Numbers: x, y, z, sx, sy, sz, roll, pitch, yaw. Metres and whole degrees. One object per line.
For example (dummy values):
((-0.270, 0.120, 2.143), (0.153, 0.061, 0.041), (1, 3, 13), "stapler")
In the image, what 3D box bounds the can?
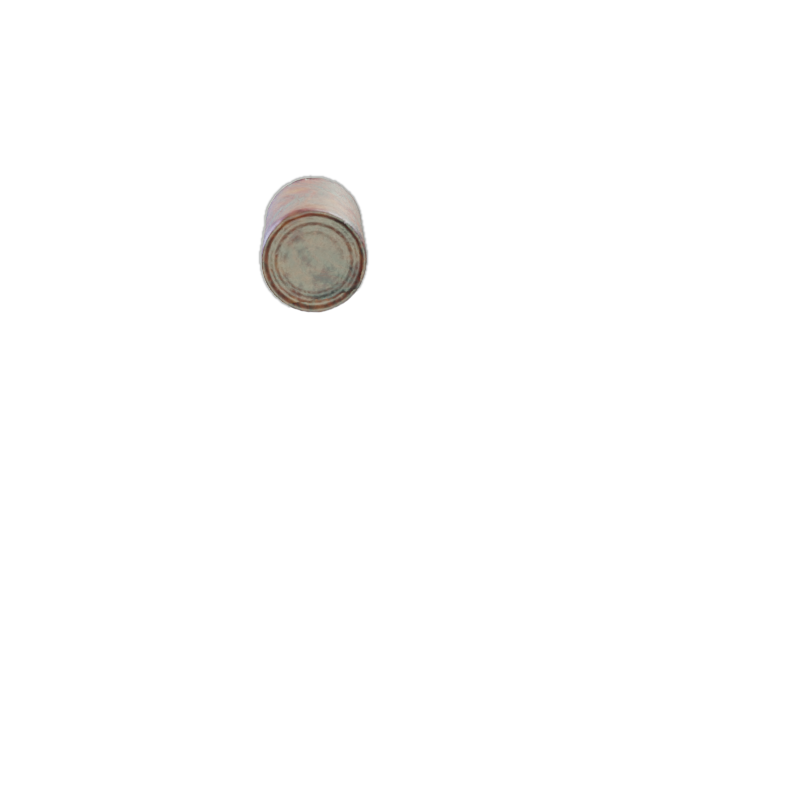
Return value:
((-0.057, -0.104, 0.725), (0.068, 0.066, 0.107), (0, 19, -3), "can")
